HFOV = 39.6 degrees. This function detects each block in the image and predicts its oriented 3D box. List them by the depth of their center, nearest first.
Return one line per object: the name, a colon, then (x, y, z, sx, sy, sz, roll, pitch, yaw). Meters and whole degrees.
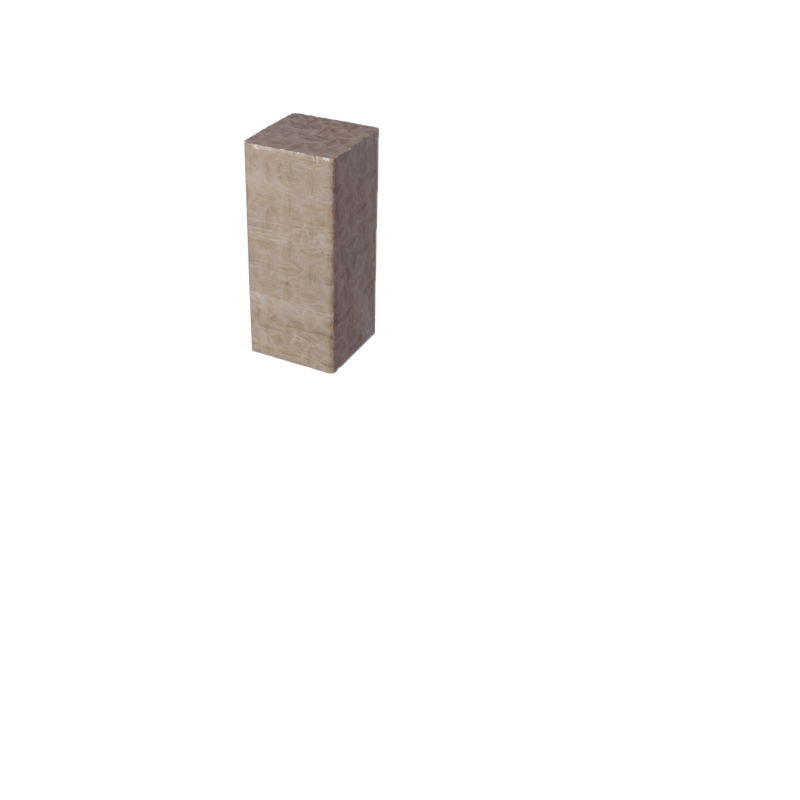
block: (-0.079, -0.142, 0.997, 0.094, 0.195, 0.092, 15, 31, 23)
